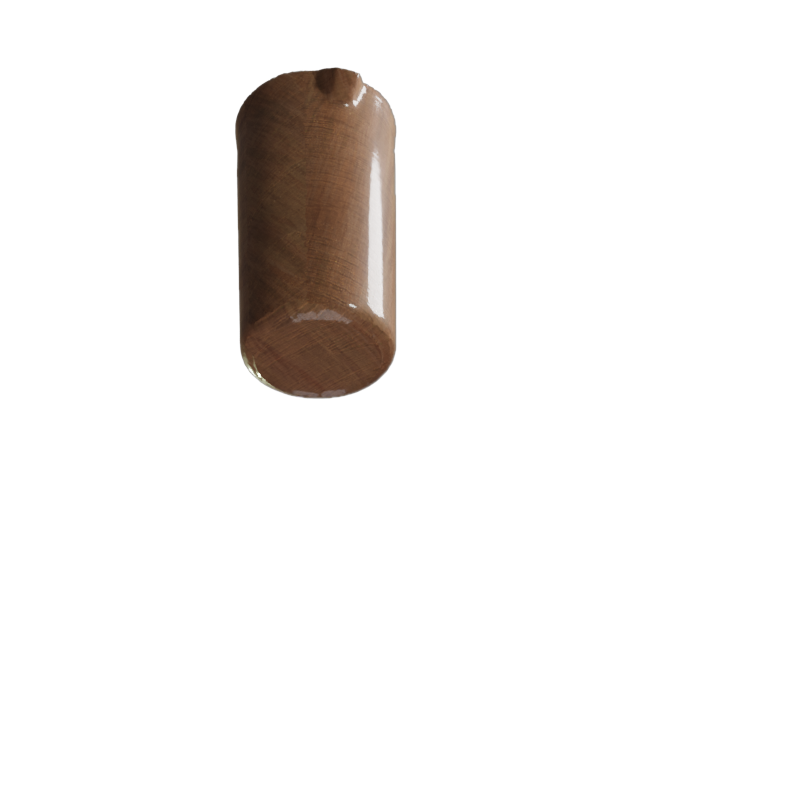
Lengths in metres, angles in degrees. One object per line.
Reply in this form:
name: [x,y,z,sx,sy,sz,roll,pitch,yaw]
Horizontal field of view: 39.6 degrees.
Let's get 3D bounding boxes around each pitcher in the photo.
pitcher: [-0.066,-0.121,0.845,0.146,0.261,0.137,-18,-41,17]
